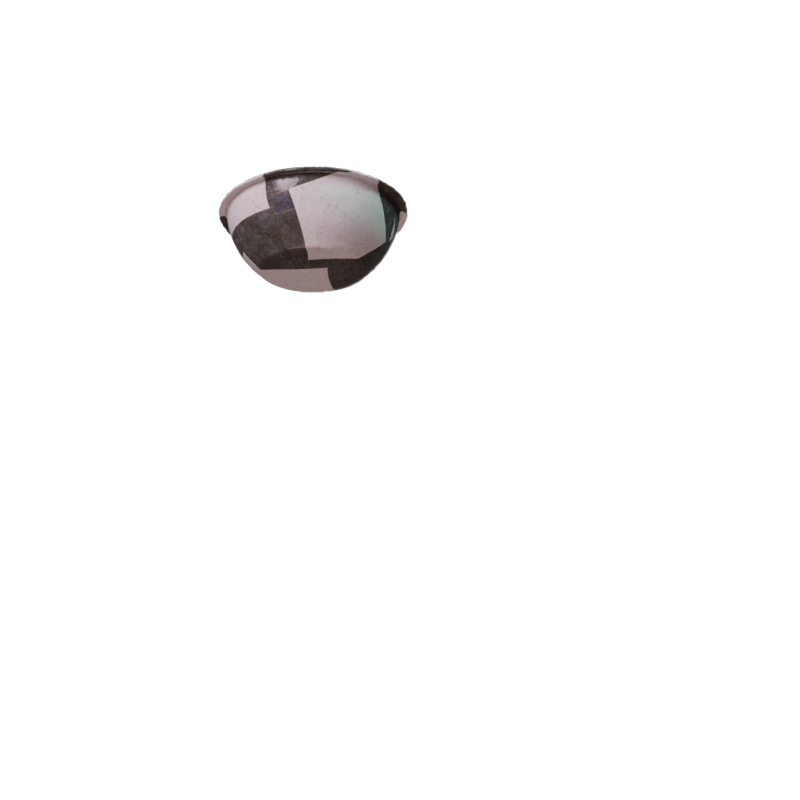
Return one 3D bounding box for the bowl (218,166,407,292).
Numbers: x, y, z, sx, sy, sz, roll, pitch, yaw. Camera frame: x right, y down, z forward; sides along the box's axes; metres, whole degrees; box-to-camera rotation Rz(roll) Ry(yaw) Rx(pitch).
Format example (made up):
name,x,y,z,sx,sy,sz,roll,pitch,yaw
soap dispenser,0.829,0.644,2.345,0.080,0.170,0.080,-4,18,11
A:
name,x,y,z,sx,sy,sz,roll,pitch,yaw
bowl,-0.073,-0.134,0.937,0.162,0.058,0.154,1,-20,-2
